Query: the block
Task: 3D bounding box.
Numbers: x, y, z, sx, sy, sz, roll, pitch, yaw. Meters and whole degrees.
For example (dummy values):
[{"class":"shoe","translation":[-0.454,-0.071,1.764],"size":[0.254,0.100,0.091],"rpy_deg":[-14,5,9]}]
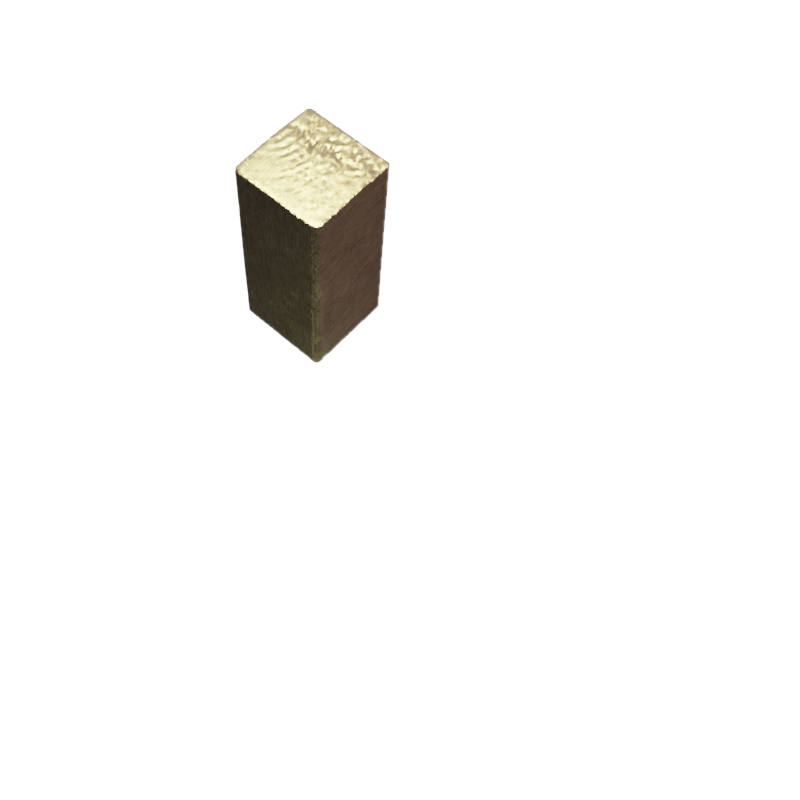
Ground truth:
[{"class":"block","translation":[-0.075,-0.135,0.947],"size":[0.095,0.091,0.193],"rpy_deg":[38,-25,17]}]
